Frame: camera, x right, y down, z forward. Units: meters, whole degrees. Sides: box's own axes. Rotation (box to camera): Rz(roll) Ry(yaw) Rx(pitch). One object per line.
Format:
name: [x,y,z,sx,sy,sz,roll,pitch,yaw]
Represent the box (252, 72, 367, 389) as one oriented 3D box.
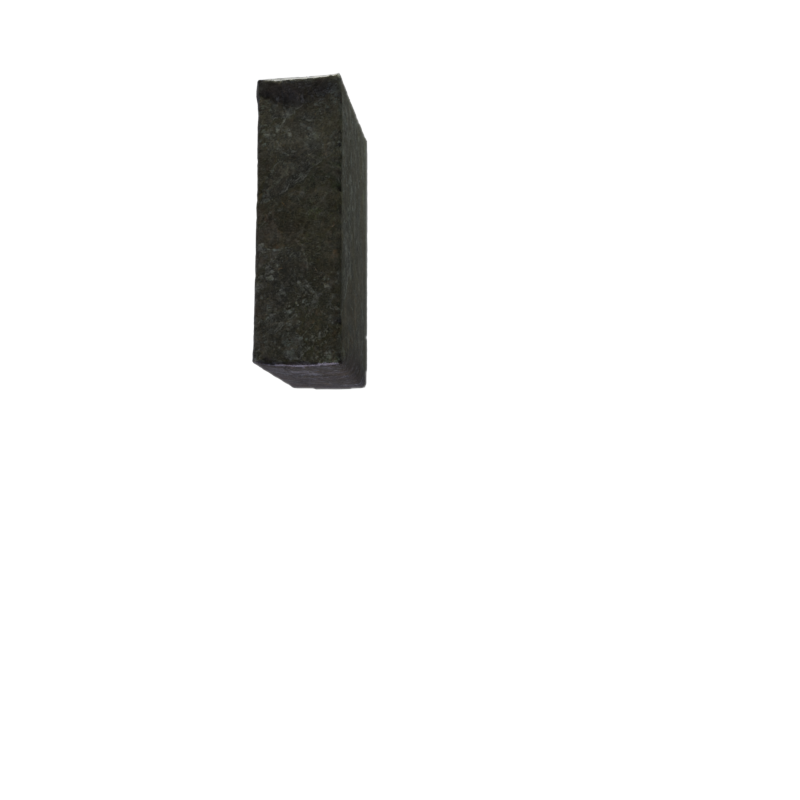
box: [-0.067,-0.122,0.856,0.072,0.220,0.158,-2,-10,5]
